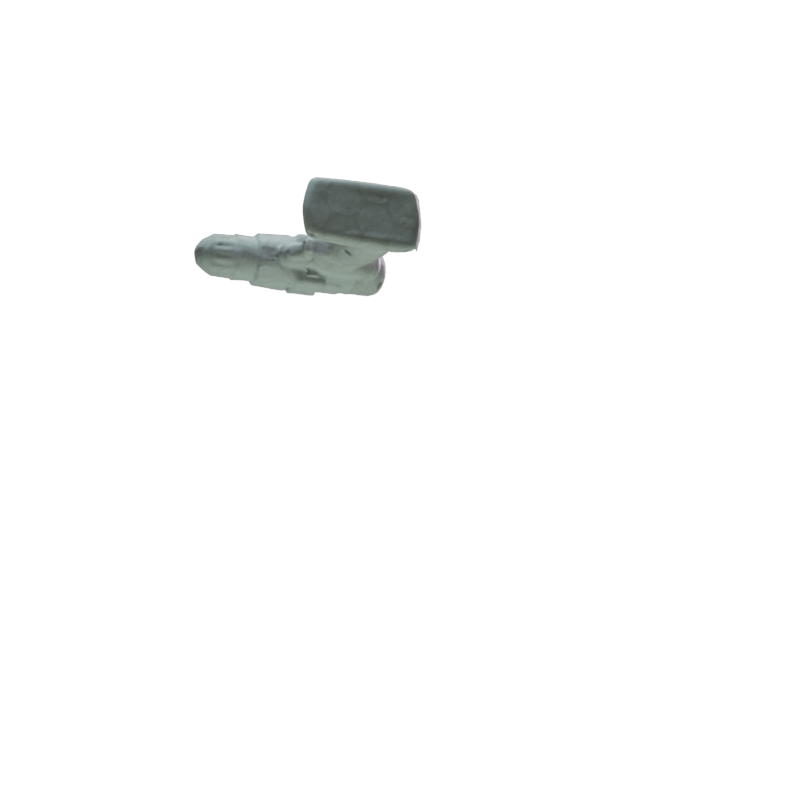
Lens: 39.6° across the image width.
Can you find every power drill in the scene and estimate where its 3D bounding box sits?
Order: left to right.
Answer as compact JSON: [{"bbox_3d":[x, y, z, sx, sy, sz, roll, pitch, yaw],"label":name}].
[{"bbox_3d":[-0.077,-0.141,0.987,0.179,0.059,0.187,3,-10,-20],"label":"power drill"}]
